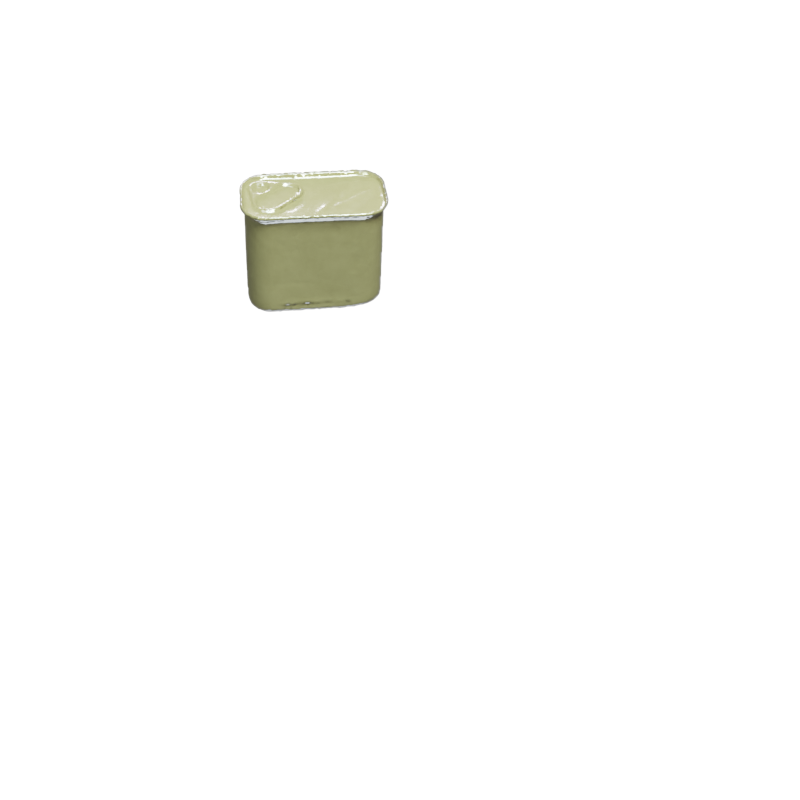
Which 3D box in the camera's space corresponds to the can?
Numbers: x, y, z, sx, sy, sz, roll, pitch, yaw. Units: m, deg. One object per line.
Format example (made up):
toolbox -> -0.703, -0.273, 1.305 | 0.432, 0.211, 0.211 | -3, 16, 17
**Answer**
can -> -0.062, -0.113, 0.790 | 0.101, 0.078, 0.062 | -3, 39, -5
